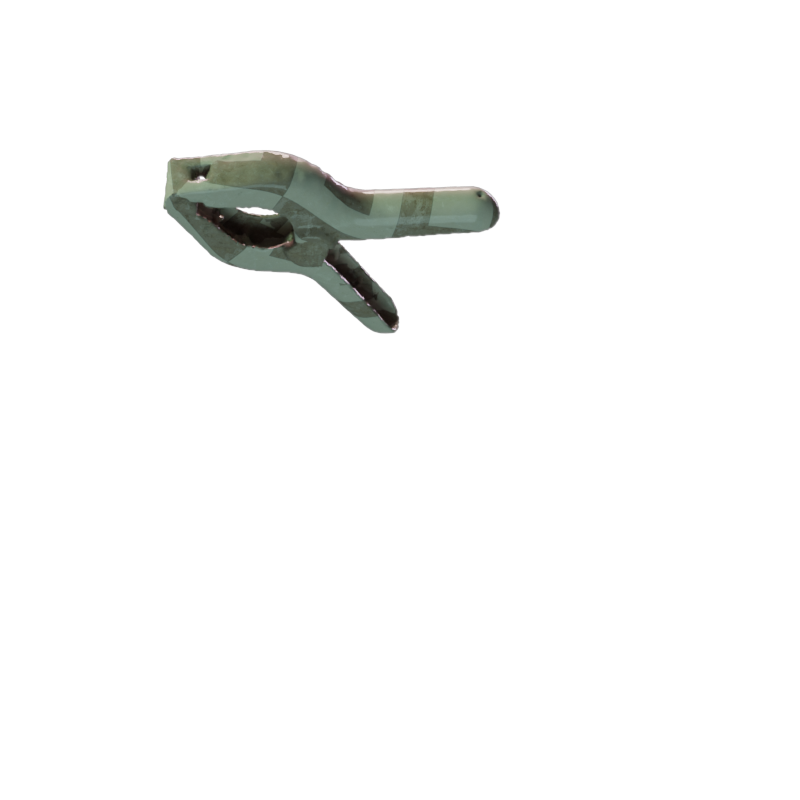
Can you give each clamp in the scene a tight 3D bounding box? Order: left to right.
[{"bbox_3d":[-0.047,-0.085,0.595,0.168,0.042,0.114,12,-44,-13],"label":"clamp"}]
